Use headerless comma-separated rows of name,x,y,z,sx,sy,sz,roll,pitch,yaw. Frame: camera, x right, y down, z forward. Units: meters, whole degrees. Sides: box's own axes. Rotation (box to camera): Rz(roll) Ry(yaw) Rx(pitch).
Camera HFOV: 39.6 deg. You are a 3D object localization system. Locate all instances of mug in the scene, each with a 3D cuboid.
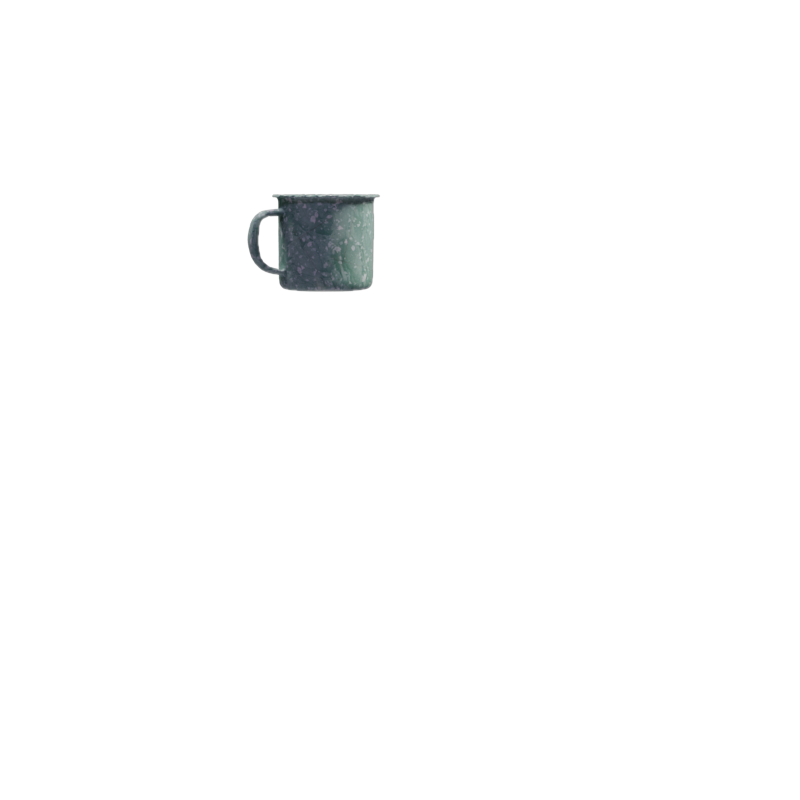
mug,-0.074,-0.136,0.950,0.114,0.081,0.097,-4,8,-27
